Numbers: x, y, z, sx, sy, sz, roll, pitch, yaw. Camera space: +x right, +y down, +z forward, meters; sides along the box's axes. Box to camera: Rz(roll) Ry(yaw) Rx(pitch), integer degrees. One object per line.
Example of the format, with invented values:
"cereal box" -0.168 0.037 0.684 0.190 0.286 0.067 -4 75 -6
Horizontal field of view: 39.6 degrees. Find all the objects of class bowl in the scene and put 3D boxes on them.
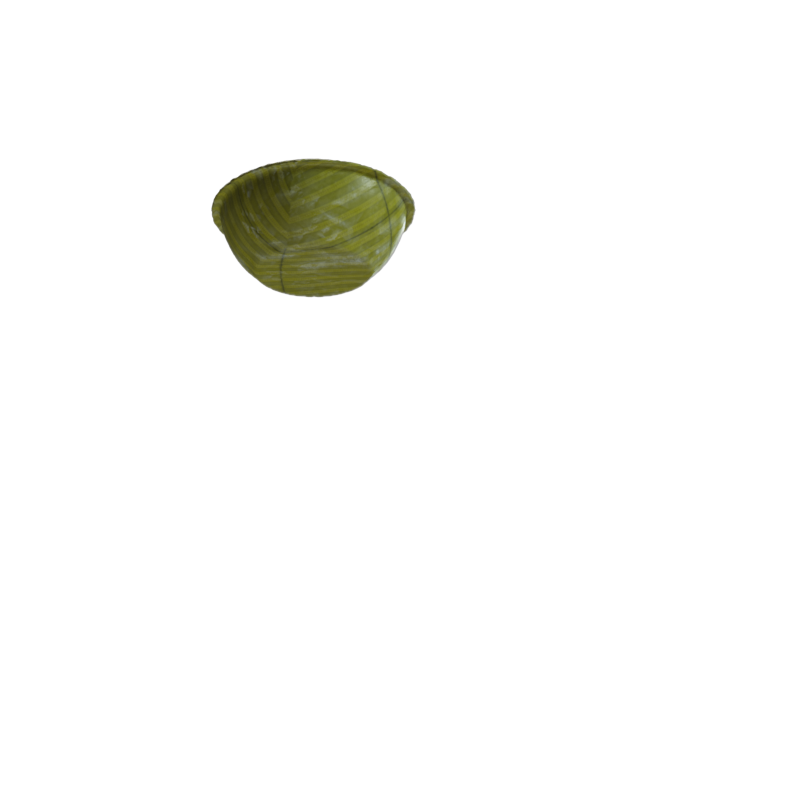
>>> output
"bowl" -0.068 -0.124 0.868 0.162 0.058 0.154 1 -21 -2
